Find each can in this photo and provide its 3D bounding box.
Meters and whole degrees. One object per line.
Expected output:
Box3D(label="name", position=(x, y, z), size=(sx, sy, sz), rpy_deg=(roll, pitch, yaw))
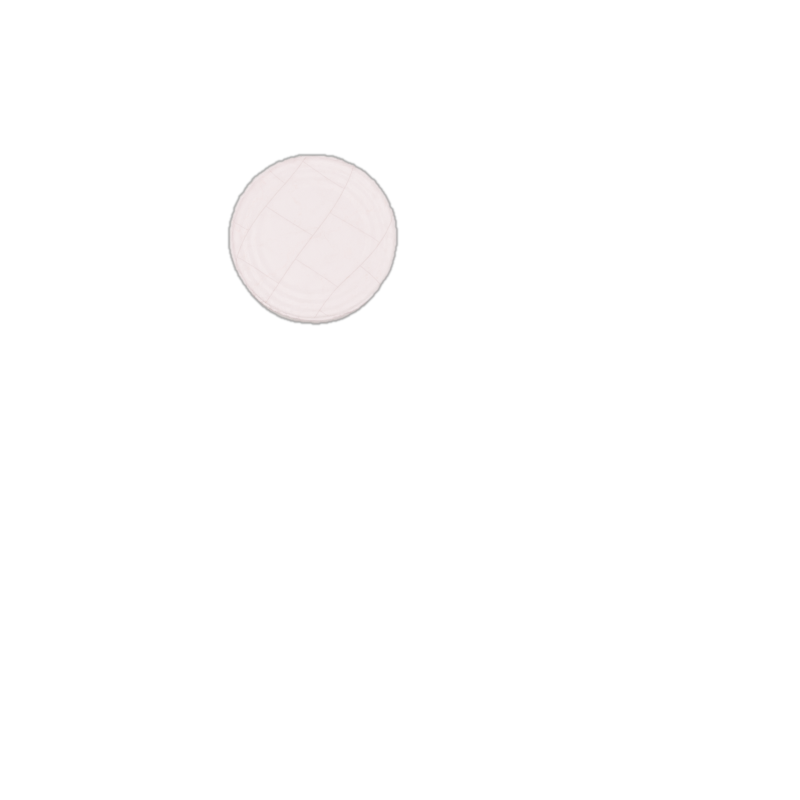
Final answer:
Box3D(label="can", position=(-0.045, -0.083, 0.580), size=(0.086, 0.088, 0.033), rpy_deg=(0, -8, -1))
